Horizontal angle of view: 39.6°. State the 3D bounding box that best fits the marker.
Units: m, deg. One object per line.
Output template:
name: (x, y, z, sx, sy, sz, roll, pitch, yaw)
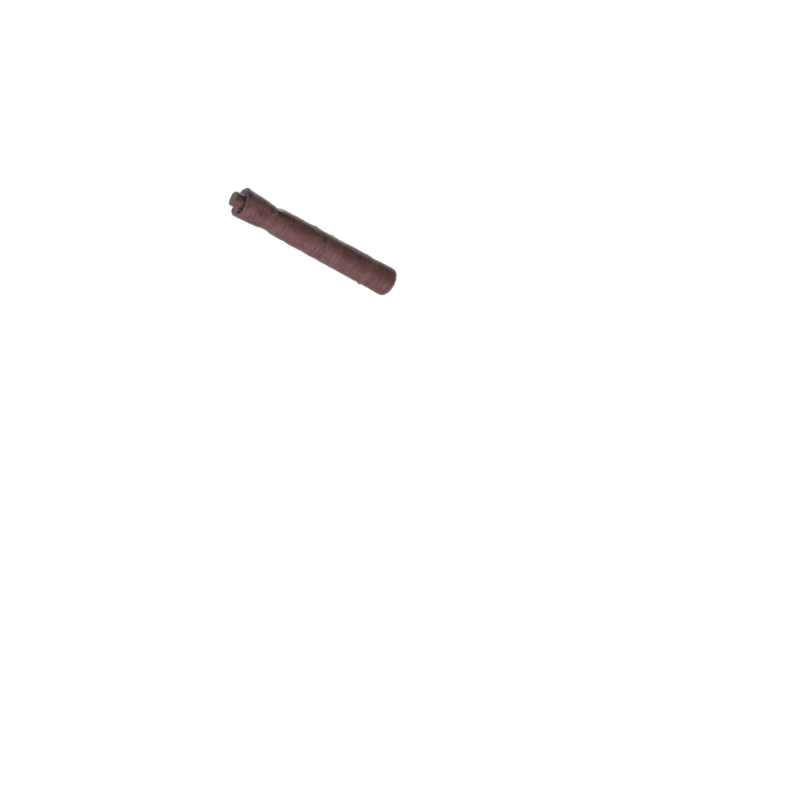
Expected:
marker: (-0.053, -0.096, 0.674, 0.114, 0.020, 0.020, 26, -10, -29)
